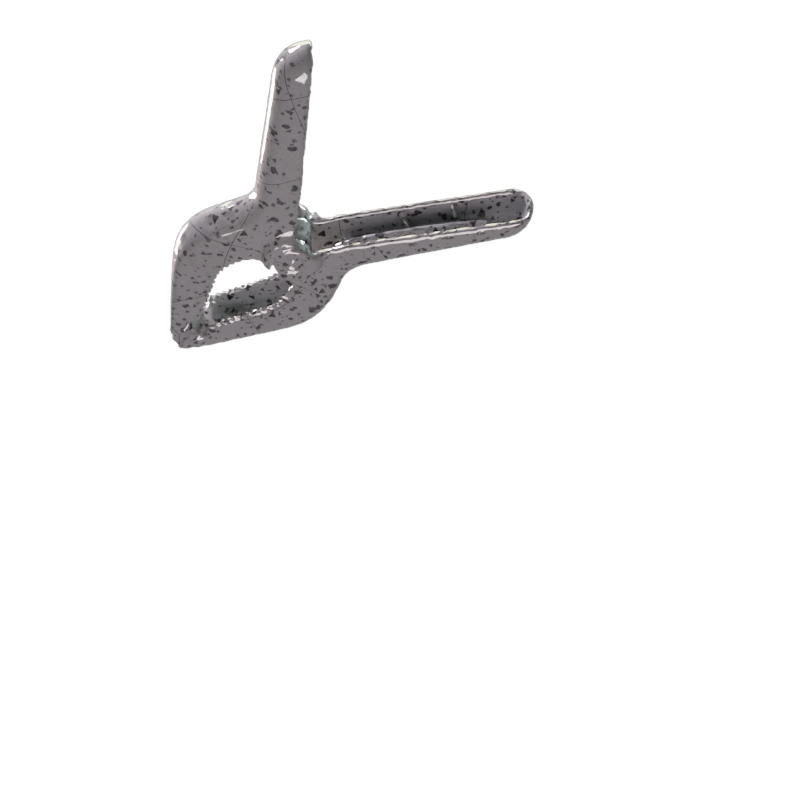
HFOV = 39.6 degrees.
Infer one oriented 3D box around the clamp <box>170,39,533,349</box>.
[{"bbox_3d":[-0.046,-0.084,0.590,0.156,0.039,0.206,25,-45,-28],"label":"clamp"}]
